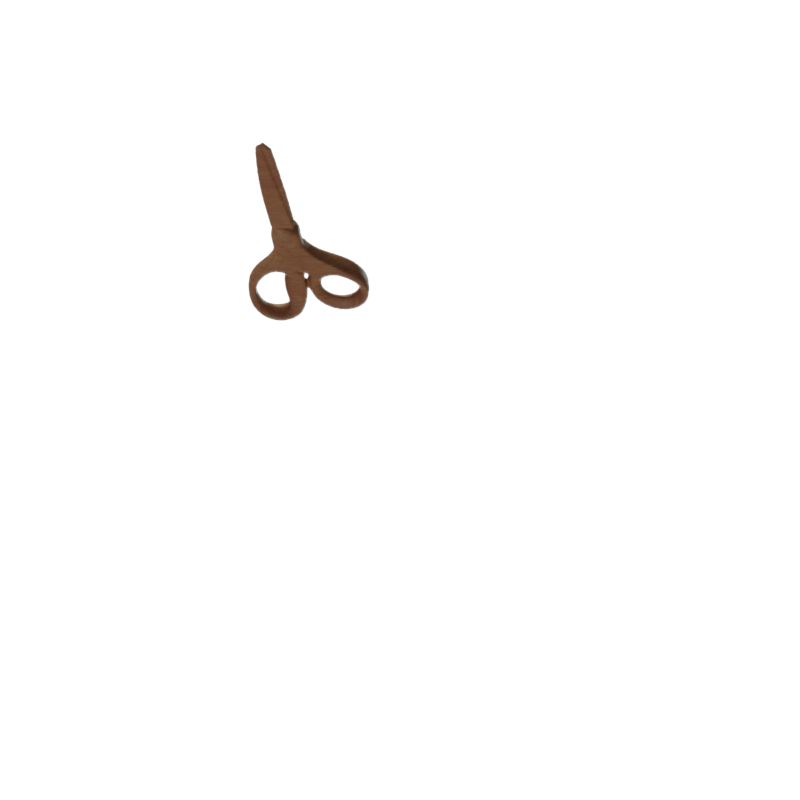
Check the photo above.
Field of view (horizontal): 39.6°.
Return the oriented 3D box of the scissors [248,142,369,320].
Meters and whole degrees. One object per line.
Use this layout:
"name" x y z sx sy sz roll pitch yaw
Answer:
"scissors" -0.059 -0.107 0.753 0.095 0.017 0.192 5 -27 -10
